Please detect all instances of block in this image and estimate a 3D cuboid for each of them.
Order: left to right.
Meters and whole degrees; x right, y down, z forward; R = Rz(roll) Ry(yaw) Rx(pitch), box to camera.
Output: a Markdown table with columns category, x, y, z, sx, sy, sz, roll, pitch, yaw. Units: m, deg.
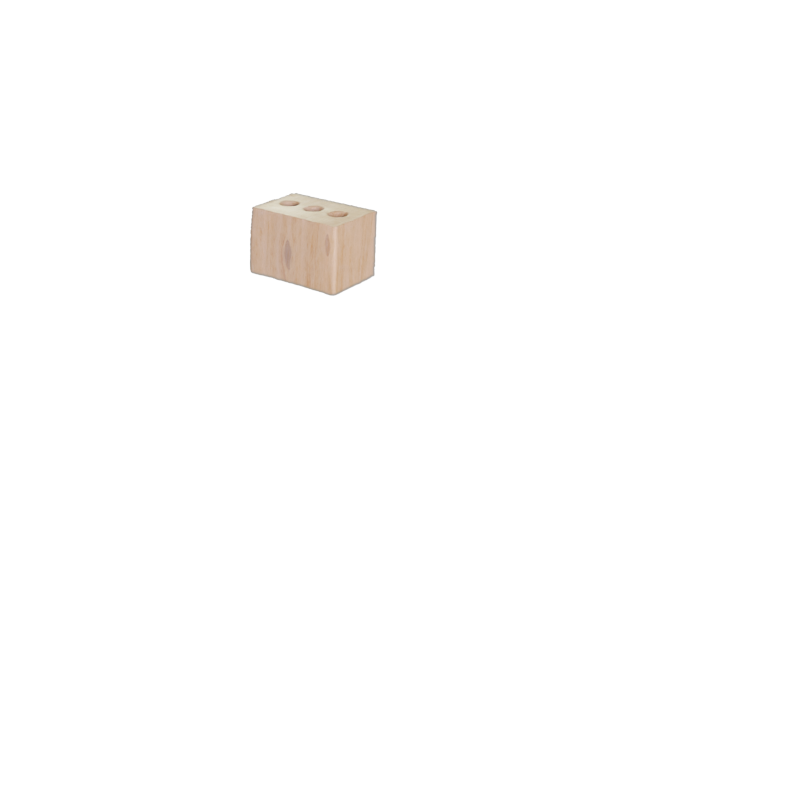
| category | x | y | z | sx | sy | sz | roll | pitch | yaw |
| --- | --- | --- | --- | --- | --- | --- | --- | --- | --- |
| block | -0.062 | -0.114 | 0.798 | 0.082 | 0.049 | 0.052 | 17 | 28 | 32 |
